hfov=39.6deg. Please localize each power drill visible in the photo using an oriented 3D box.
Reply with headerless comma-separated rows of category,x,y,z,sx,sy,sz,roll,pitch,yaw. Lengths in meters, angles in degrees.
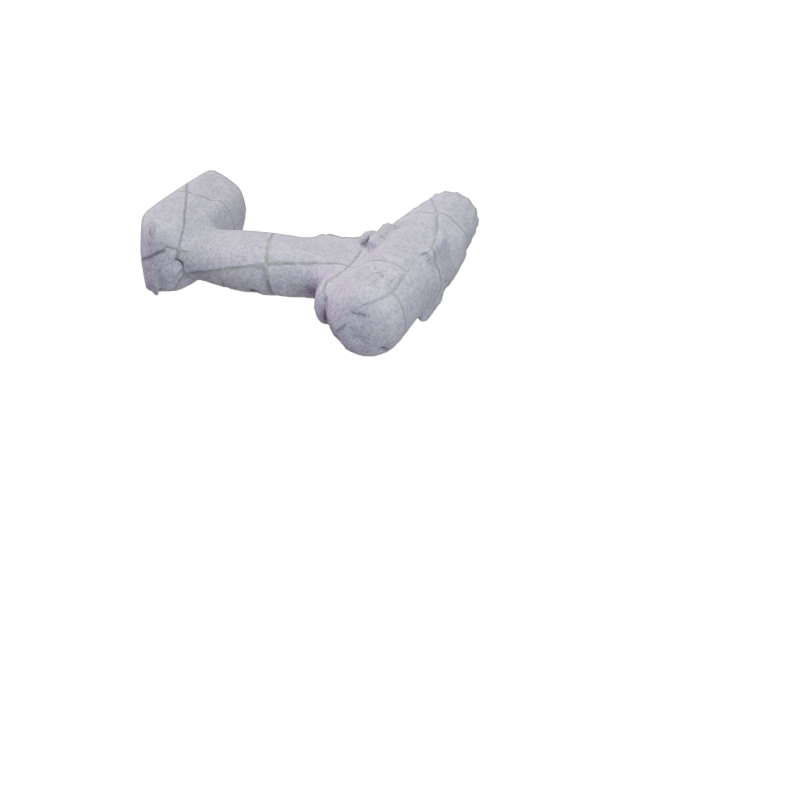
power drill,-0.055,-0.101,0.708,0.194,0.054,0.189,11,31,19
